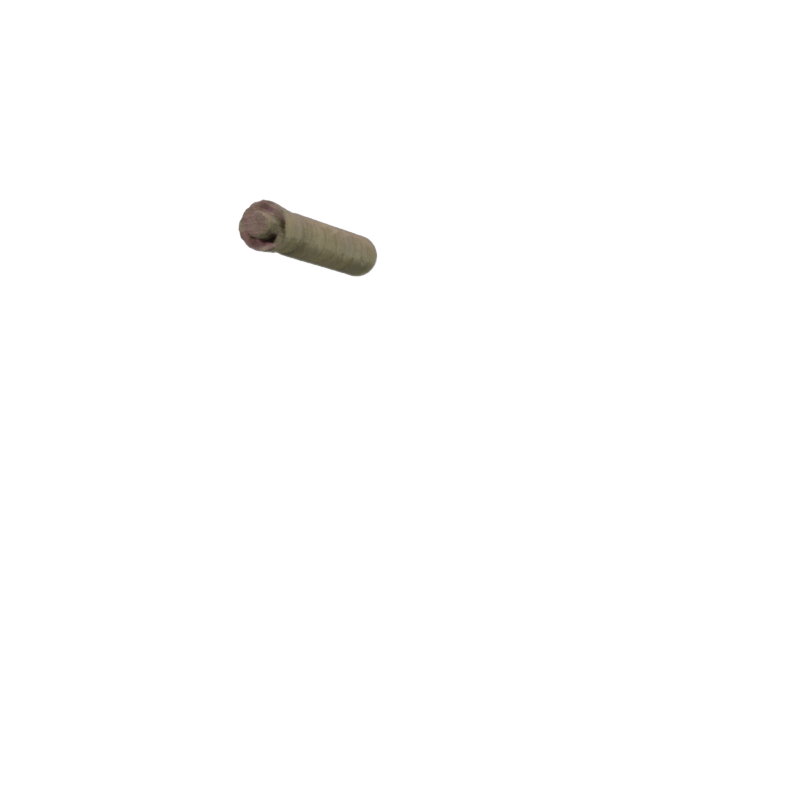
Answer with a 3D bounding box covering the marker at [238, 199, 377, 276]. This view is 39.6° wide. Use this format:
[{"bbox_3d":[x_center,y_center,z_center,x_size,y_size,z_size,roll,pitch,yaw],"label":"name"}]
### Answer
[{"bbox_3d":[-0.035,-0.064,0.448,0.020,0.020,0.117,1,2,16],"label":"marker"}]
